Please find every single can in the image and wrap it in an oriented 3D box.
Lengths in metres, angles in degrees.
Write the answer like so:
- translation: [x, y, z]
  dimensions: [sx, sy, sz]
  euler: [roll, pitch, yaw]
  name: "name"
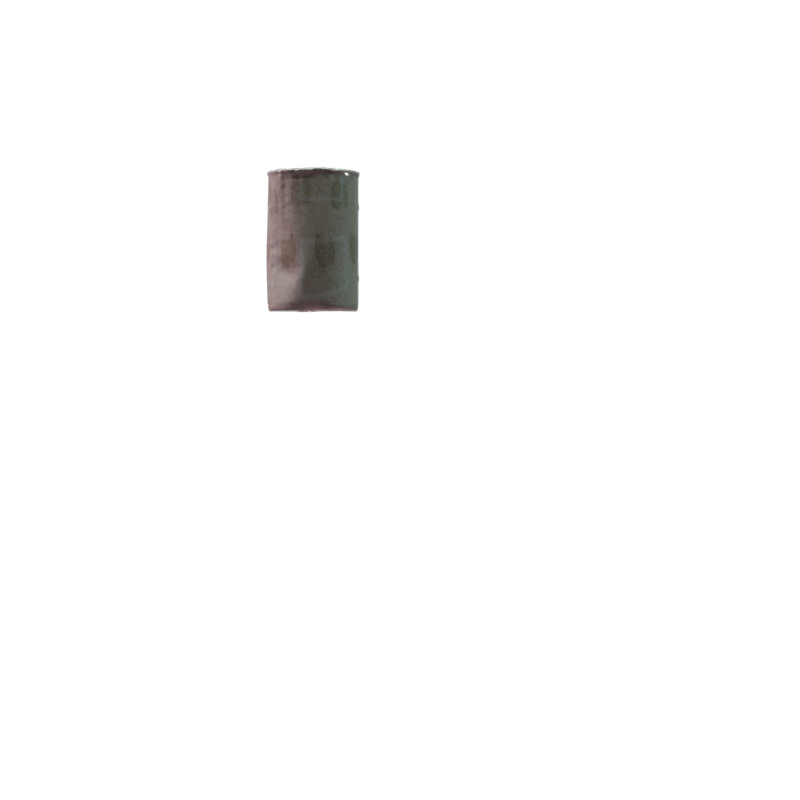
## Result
- translation: [-0.063, -0.116, 0.809]
  dimensions: [0.068, 0.103, 0.068]
  euler: [0, -1, -2]
  name: "can"
